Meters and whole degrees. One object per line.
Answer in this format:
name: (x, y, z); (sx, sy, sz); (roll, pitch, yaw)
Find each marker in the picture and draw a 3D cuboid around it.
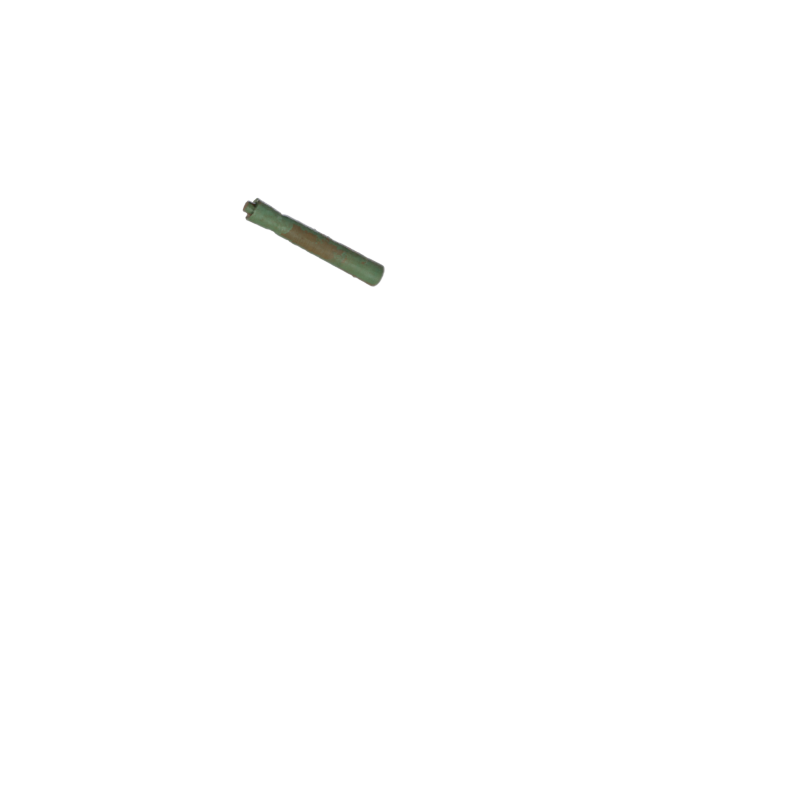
marker: (-0.066, -0.121, 0.845); (0.116, 0.020, 0.020); (26, -6, -19)
